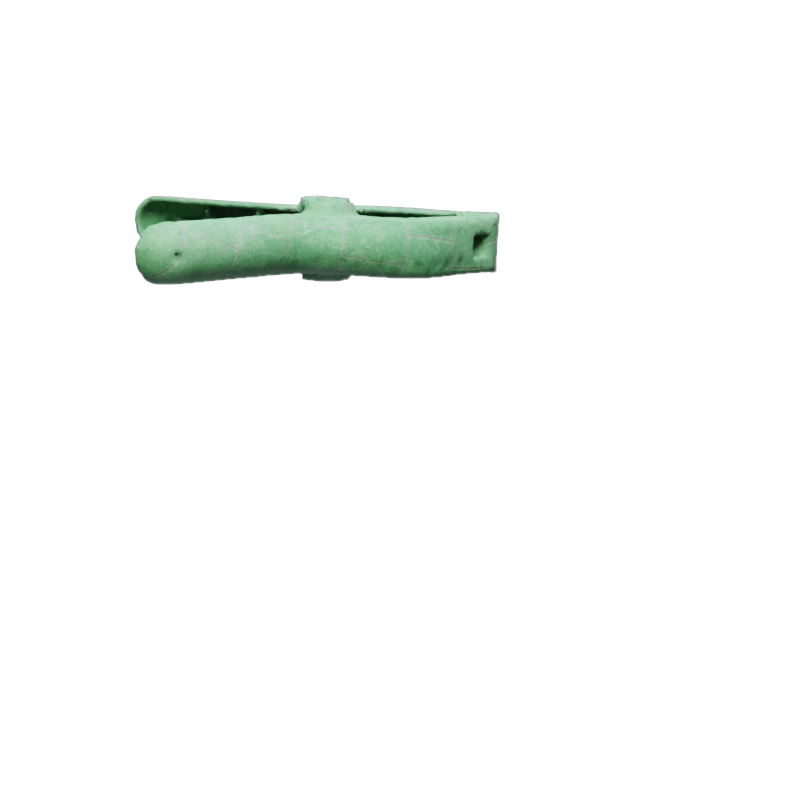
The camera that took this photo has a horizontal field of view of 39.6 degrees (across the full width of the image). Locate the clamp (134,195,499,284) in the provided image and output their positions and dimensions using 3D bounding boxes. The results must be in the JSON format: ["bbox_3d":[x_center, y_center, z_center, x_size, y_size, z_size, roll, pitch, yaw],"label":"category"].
[{"bbox_3d":[-0.038,-0.069,0.486,0.171,0.038,0.125,-1,21,-2],"label":"clamp"}]
